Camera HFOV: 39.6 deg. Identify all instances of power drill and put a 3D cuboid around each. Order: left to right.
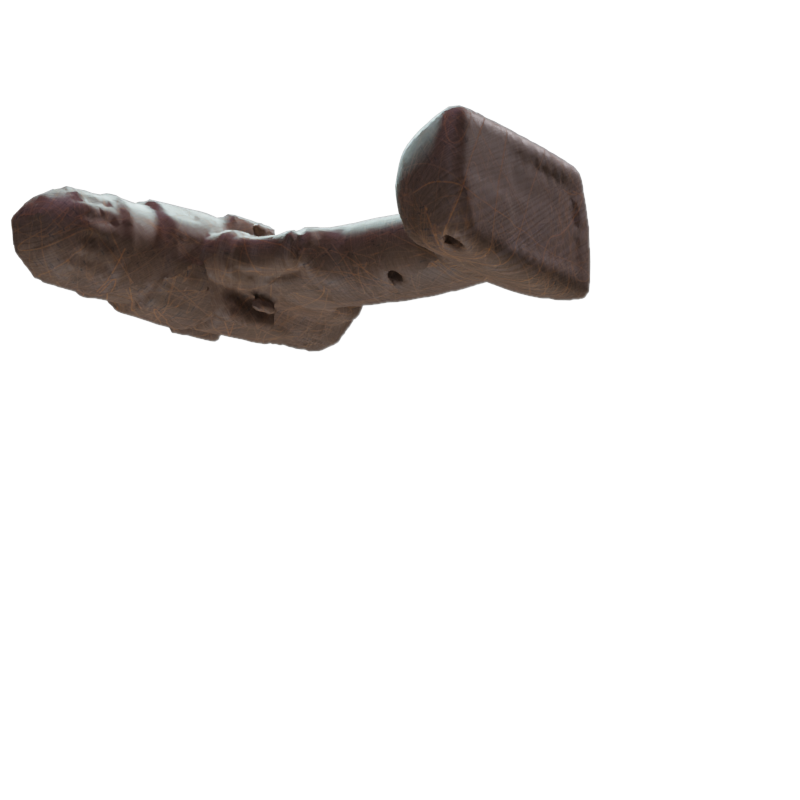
[{"bbox_3d":[-0.035,-0.064,0.448,0.192,0.059,0.175,-6,-10,38],"label":"power drill"}]
